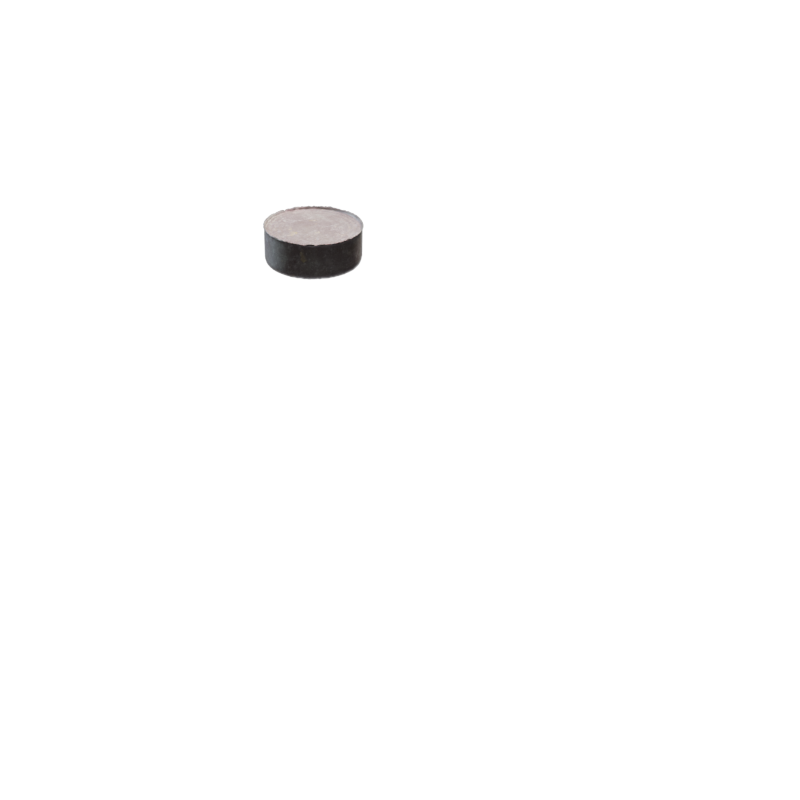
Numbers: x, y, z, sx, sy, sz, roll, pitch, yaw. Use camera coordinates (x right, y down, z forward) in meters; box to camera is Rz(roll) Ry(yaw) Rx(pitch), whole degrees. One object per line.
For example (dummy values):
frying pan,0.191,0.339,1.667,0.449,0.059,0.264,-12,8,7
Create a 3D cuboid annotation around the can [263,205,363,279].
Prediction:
can,-0.075,-0.136,0.955,0.086,0.032,0.091,-1,30,-2
